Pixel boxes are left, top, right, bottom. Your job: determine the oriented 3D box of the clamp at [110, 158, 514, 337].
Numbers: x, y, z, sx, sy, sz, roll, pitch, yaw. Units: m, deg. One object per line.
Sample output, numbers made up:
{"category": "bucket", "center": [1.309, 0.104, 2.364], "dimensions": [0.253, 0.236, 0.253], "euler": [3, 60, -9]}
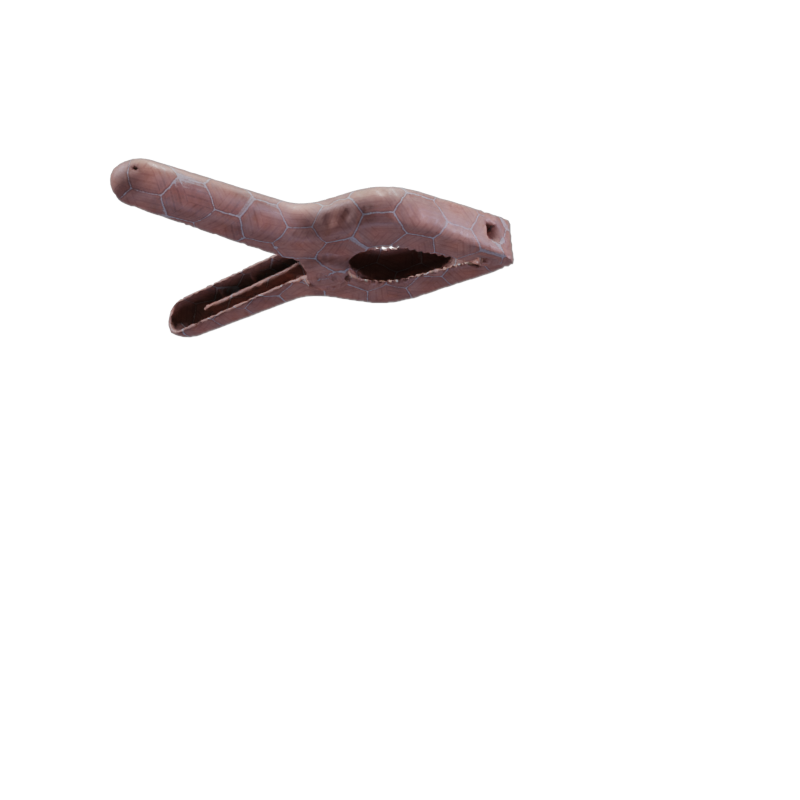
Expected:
{"category": "clamp", "center": [-0.047, -0.085, 0.598], "dimensions": [0.212, 0.039, 0.153], "euler": [-4, -25, 9]}
